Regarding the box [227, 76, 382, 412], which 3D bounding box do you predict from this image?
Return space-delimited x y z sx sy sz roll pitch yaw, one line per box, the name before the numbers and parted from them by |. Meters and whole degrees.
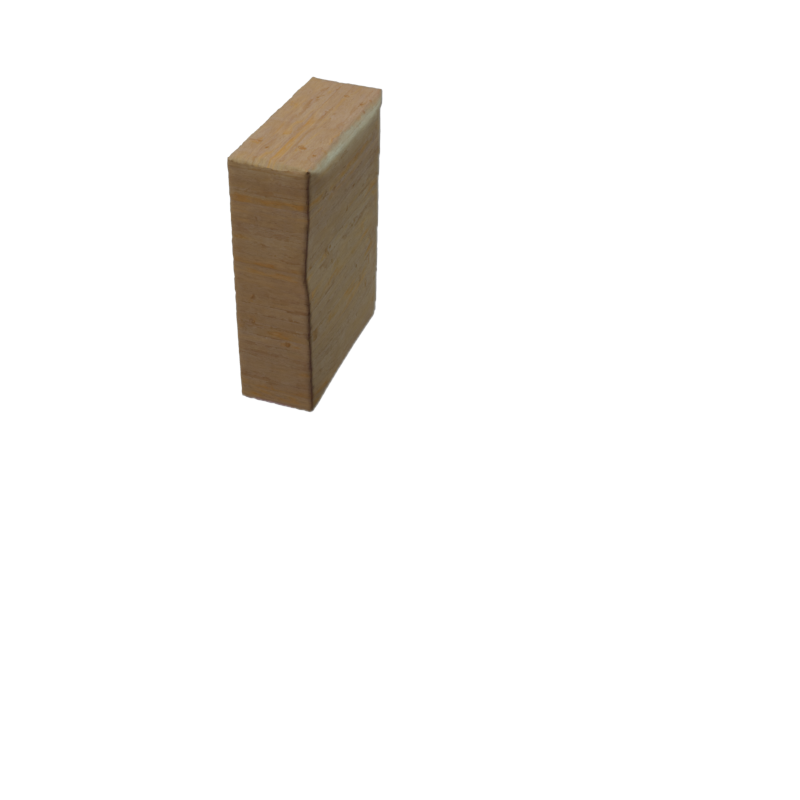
box | -0.069 -0.126 0.883 0.074 0.200 0.170 12 36 14
